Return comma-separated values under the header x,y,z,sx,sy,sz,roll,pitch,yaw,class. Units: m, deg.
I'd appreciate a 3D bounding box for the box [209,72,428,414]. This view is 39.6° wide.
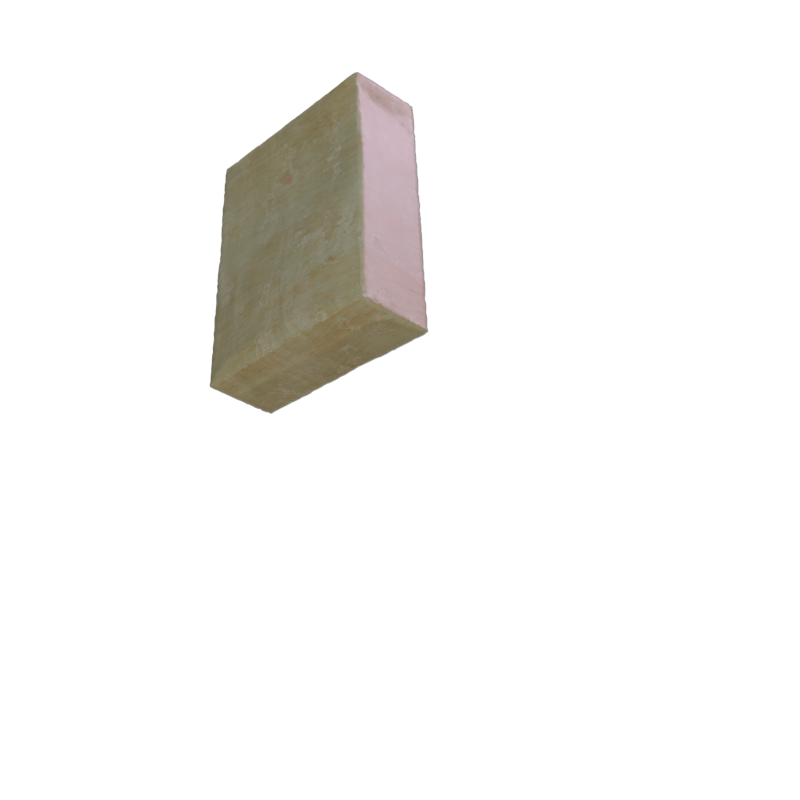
x,y,z,sx,sy,sz,roll,pitch,yaw,class
-0.066,-0.120,0.843,0.164,0.229,0.067,-28,-41,35,box
